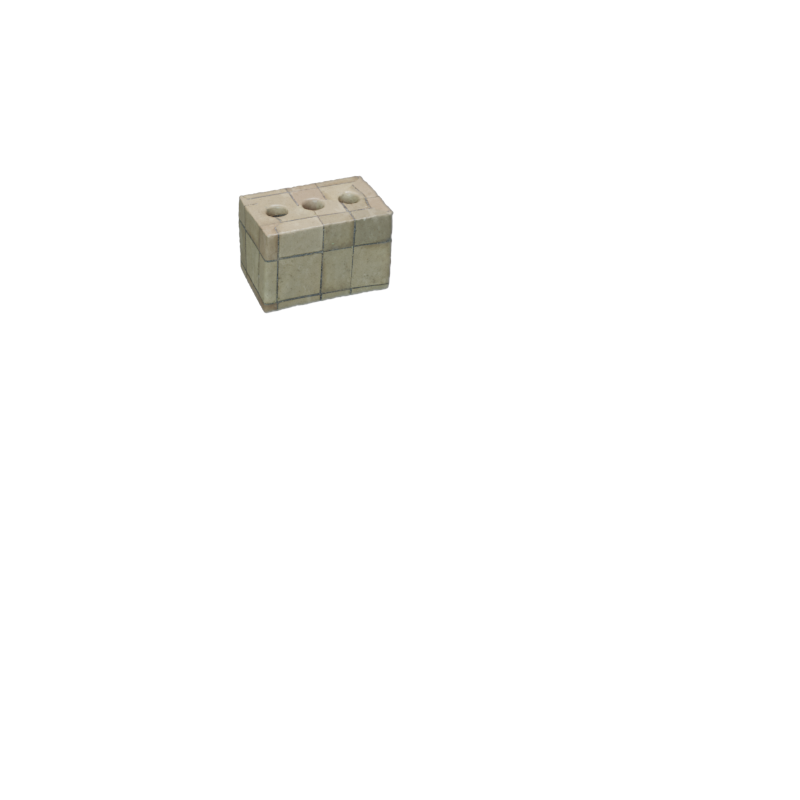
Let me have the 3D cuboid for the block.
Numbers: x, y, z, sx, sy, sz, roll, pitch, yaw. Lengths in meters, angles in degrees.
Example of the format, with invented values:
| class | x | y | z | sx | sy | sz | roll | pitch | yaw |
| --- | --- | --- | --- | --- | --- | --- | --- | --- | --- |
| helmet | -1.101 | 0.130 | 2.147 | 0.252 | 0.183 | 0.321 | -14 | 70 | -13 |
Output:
| class | x | y | z | sx | sy | sz | roll | pitch | yaw |
| --- | --- | --- | --- | --- | --- | --- | --- | --- | --- |
| block | -0.050 | -0.092 | 0.641 | 0.077 | 0.048 | 0.057 | -13 | 38 | -19 |
